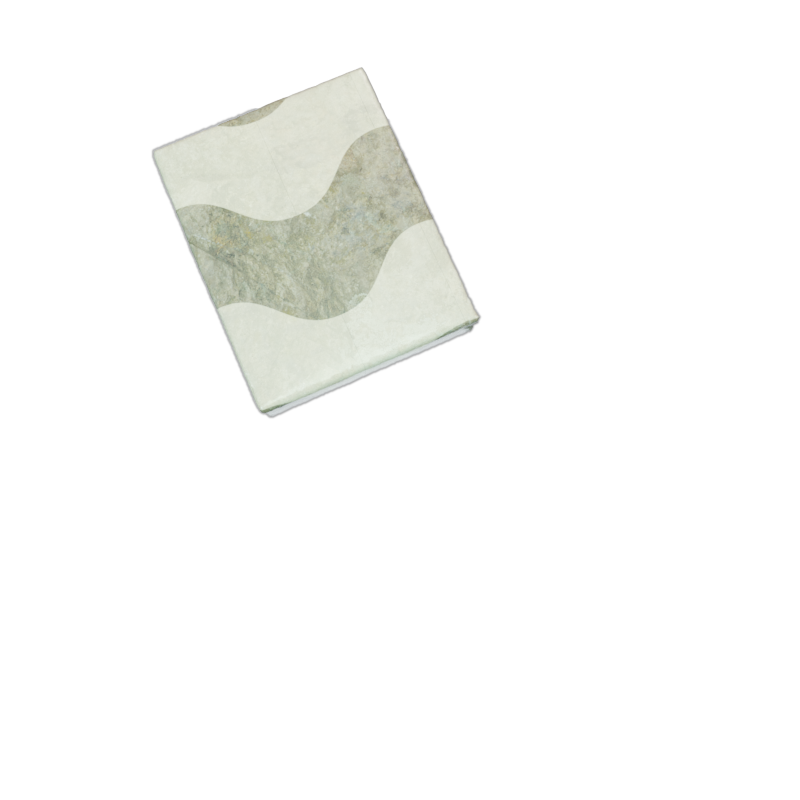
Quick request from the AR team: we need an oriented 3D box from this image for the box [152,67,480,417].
[{"bbox_3d":[-0.034,-0.062,0.434,0.090,0.117,0.038,-23,-9,-5],"label":"box"}]
